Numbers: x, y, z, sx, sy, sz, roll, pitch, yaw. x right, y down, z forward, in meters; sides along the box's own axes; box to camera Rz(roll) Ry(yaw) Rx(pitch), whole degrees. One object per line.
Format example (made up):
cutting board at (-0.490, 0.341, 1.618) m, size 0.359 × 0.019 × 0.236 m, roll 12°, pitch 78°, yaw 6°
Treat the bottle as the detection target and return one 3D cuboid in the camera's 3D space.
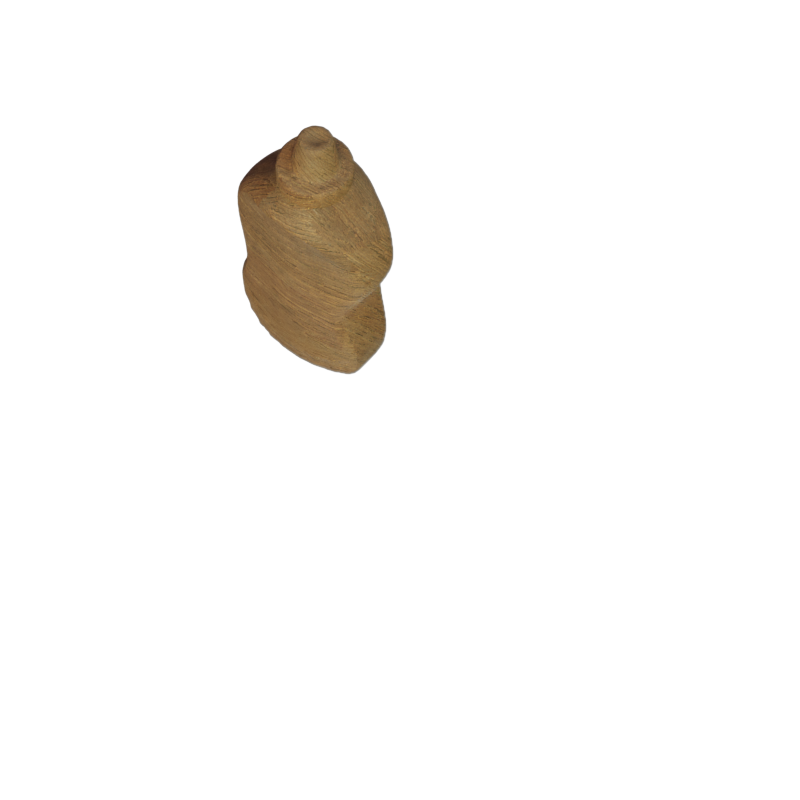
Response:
bottle at (-0.049, -0.090, 0.631) m, size 0.100 × 0.059 × 0.181 m, roll 40°, pitch -22°, yaw 15°
